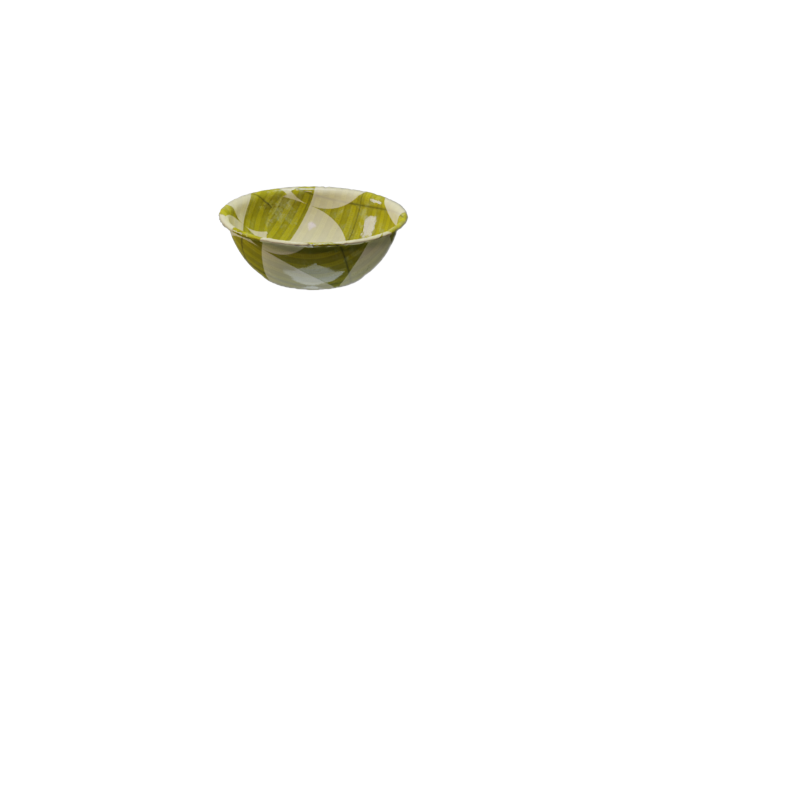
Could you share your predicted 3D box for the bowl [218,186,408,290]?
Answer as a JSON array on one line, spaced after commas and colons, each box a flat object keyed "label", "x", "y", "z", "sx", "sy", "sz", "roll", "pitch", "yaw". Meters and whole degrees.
[{"label": "bowl", "x": -0.075, "y": -0.137, "z": 0.956, "sx": 0.162, "sy": 0.052, "sz": 0.171, "roll": -1, "pitch": 25, "yaw": -2}]
